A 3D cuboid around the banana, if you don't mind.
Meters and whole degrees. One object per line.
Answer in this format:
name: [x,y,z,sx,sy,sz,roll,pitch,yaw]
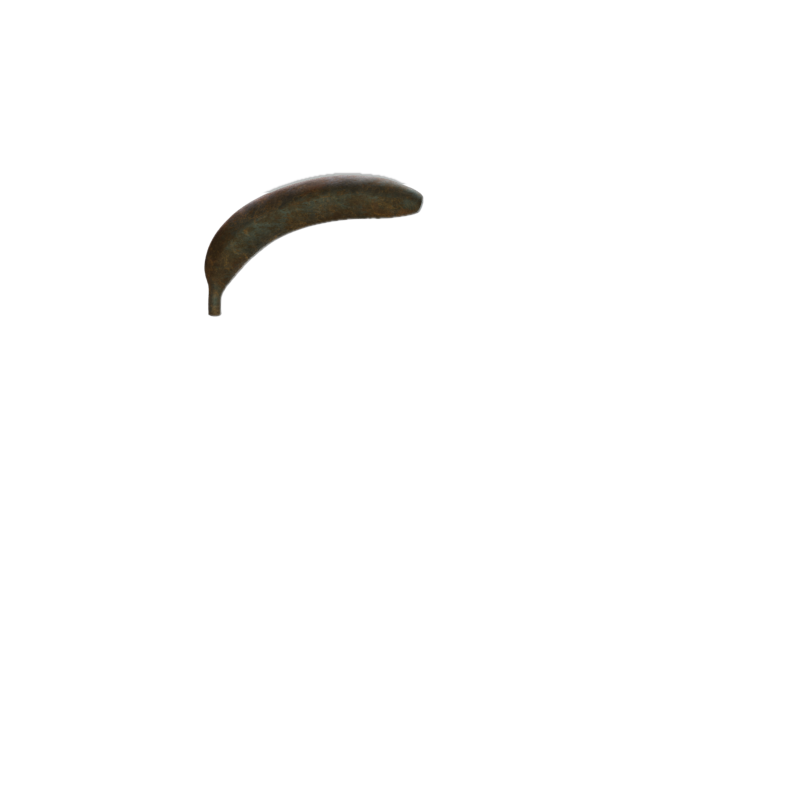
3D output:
banana: [-0.082,-0.140,0.889,0.198,0.066,0.039,-26,20,9]
